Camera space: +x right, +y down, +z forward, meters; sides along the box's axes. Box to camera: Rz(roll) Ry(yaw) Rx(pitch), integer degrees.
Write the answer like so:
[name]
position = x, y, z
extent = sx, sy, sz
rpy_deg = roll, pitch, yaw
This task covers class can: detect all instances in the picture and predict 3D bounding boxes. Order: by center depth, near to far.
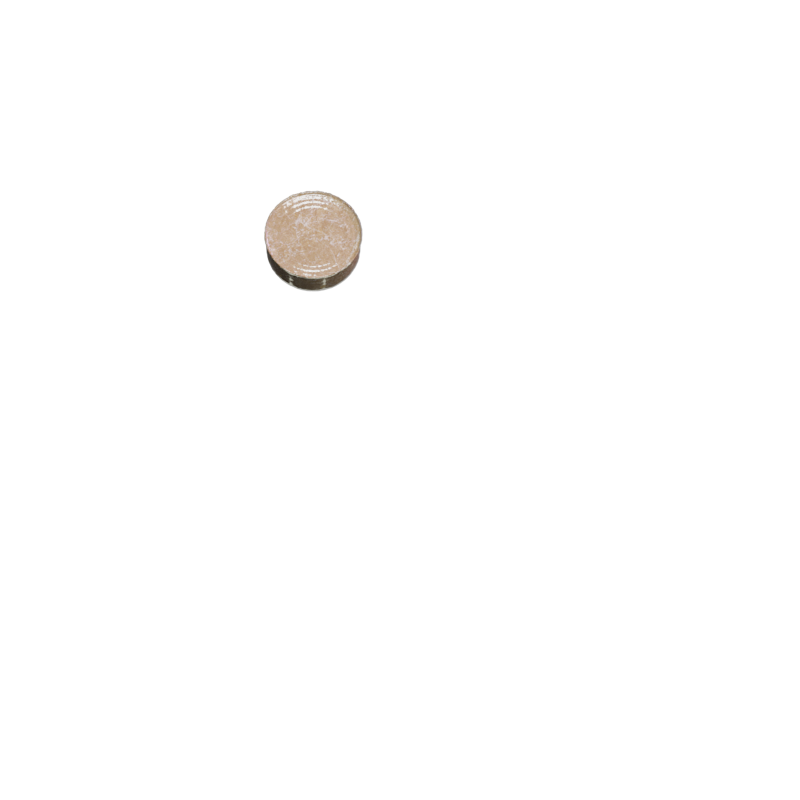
[can]
position = -0.077, -0.140, 0.981
extent = 0.086, 0.091, 0.032
rpy_deg = -1, -25, -1
